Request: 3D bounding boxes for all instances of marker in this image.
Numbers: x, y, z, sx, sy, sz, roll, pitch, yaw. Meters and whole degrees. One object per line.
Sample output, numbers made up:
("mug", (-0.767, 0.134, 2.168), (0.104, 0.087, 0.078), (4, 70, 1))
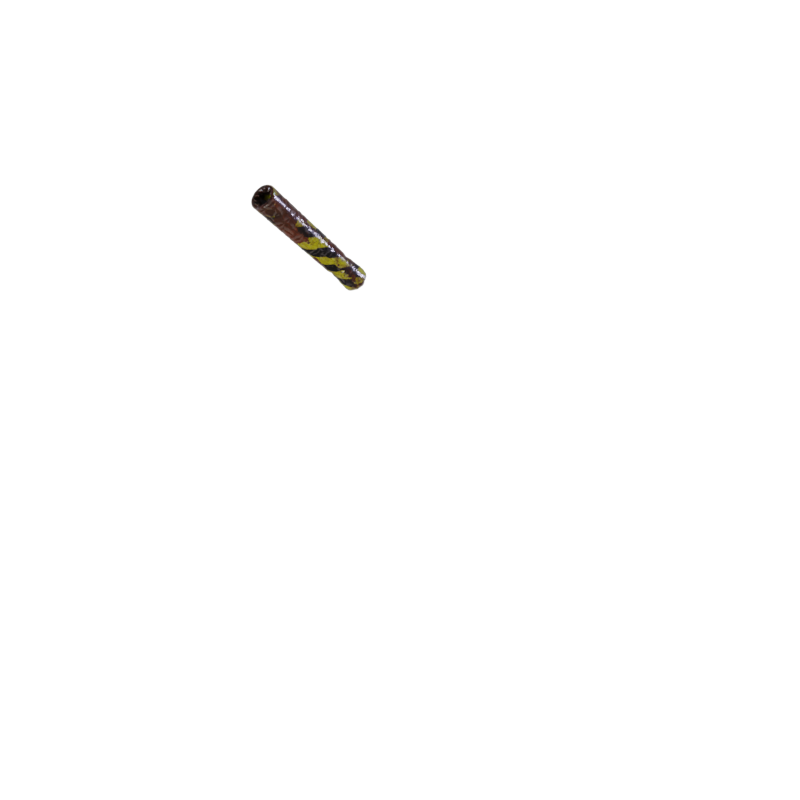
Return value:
("marker", (-0.060, -0.109, 0.767), (0.021, 0.020, 0.112), (3, -24, 38))
